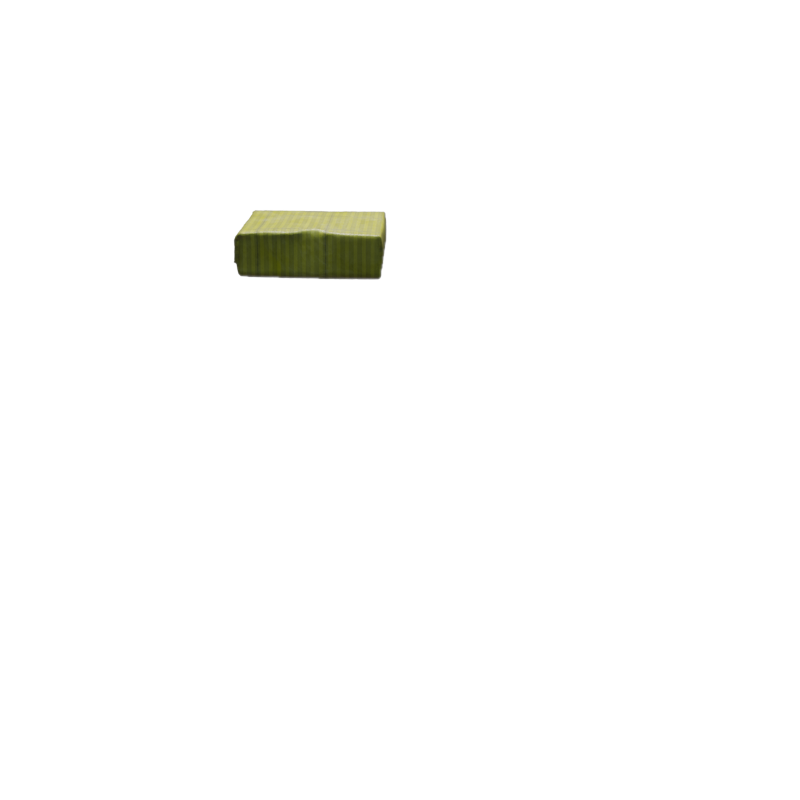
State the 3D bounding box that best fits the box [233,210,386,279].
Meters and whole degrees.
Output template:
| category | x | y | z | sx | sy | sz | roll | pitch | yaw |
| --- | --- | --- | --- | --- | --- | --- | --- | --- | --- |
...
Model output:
| category | x | y | z | sx | sy | sz | roll | pitch | yaw |
| --- | --- | --- | --- | --- | --- | --- | --- | --- | --- |
| box | -0.054 | -0.099 | 0.692 | 0.090 | 0.029 | 0.075 | 1 | 19 | 4 |
